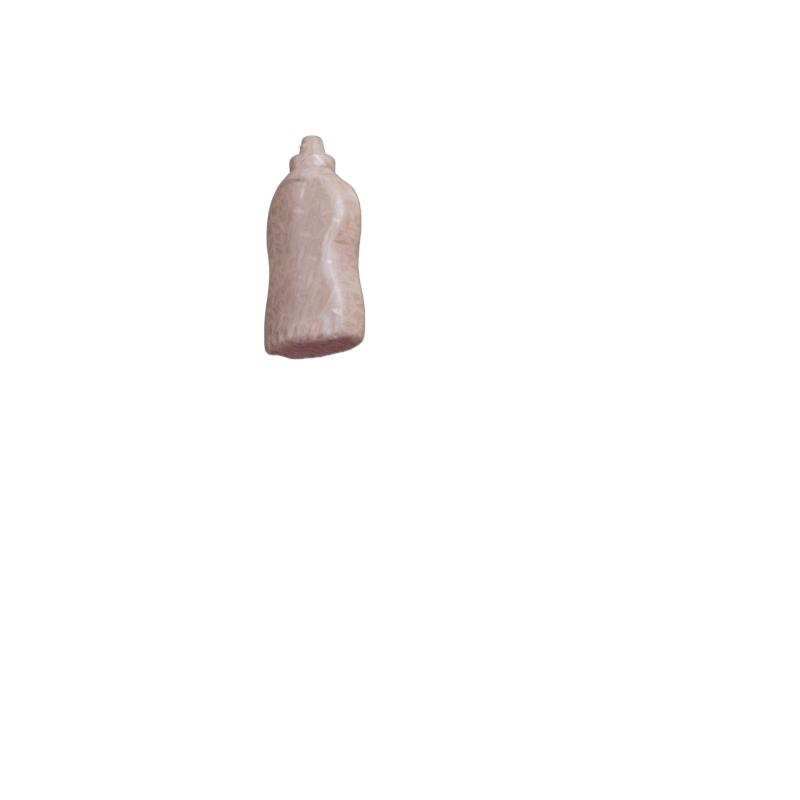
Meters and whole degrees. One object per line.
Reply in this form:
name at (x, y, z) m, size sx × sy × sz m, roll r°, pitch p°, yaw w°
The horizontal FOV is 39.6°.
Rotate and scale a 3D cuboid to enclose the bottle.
bottle at (-0.075, -0.136, 0.954) m, size 0.055 × 0.200 × 0.097 m, roll 15°, pitch -22°, yaw -42°
